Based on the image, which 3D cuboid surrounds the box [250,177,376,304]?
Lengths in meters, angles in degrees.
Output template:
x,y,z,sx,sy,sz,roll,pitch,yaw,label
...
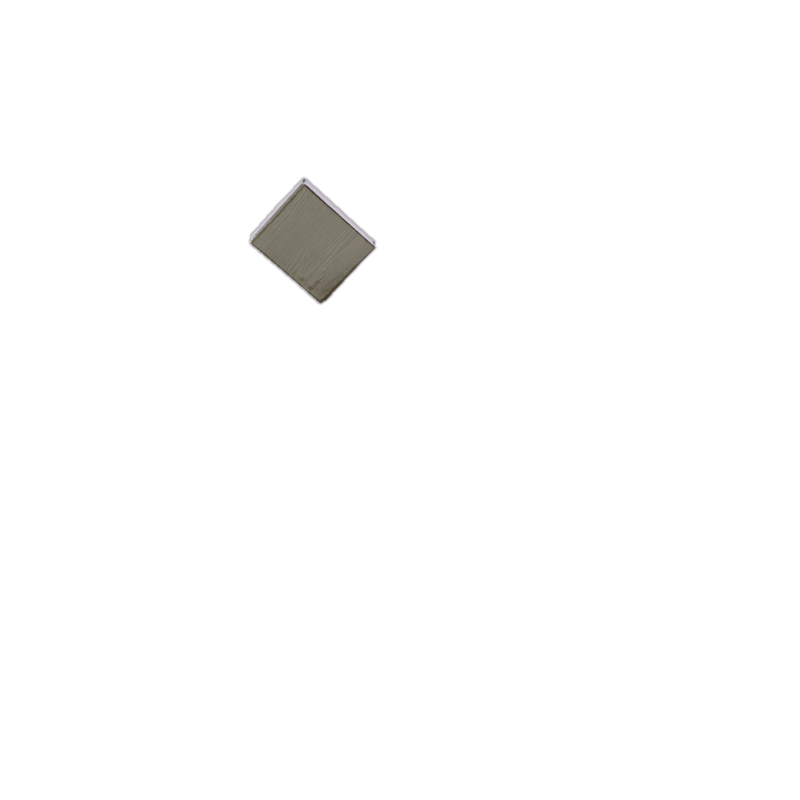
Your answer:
x,y,z,sx,sy,sz,roll,pitch,yaw,label
-0.077,-0.141,0.990,0.087,0.072,0.031,41,12,-11,box
